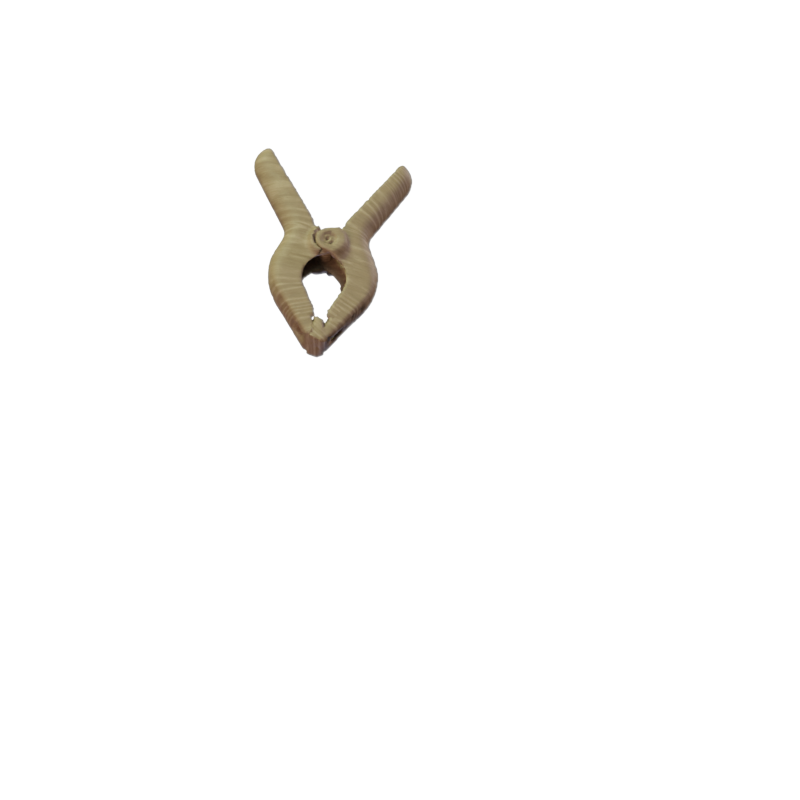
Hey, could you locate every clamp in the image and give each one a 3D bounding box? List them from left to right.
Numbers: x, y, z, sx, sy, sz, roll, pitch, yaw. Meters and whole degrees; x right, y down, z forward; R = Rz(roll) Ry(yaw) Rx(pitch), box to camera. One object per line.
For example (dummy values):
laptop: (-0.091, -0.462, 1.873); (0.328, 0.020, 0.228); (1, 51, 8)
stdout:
clamp: (-0.064, -0.116, 0.815); (0.122, 0.181, 0.037); (10, -34, 6)
